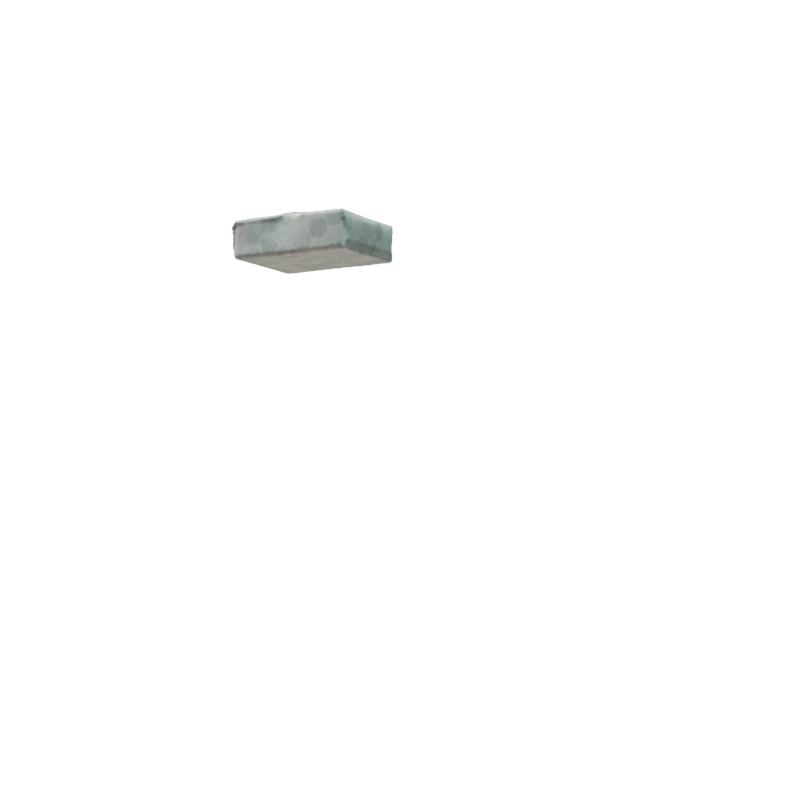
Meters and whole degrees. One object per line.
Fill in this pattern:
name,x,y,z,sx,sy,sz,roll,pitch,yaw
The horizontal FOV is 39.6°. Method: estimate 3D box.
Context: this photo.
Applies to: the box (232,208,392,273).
box,-0.060,-0.110,0.770,0.092,0.031,0.070,-2,-4,28
